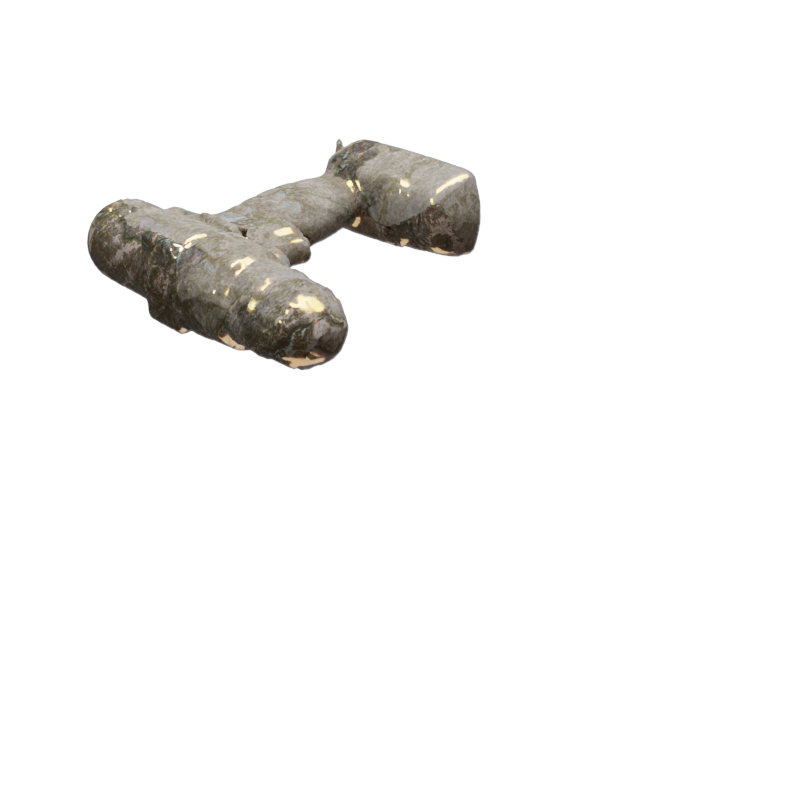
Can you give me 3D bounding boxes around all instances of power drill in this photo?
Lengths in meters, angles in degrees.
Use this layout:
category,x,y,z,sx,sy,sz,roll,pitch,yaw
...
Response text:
category,x,y,z,sx,sy,sz,roll,pitch,yaw
power drill,-0.046,-0.084,0.587,0.185,0.054,0.197,-24,36,-37
